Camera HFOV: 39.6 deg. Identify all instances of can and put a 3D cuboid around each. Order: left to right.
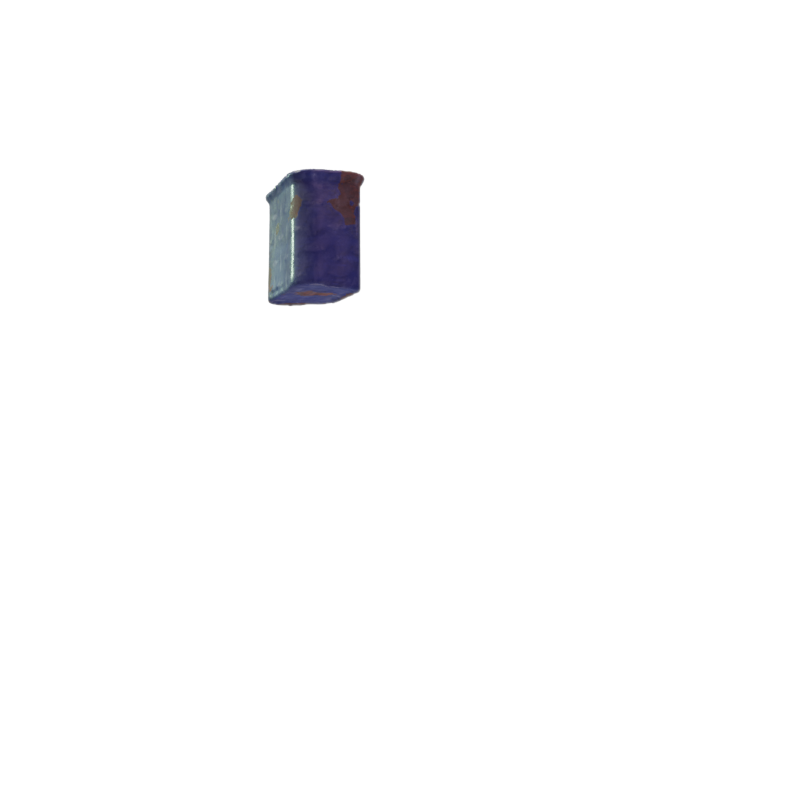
[{"bbox_3d":[-0.064,-0.117,0.819,0.056,0.086,0.102,2,-7,-19],"label":"can"}]
